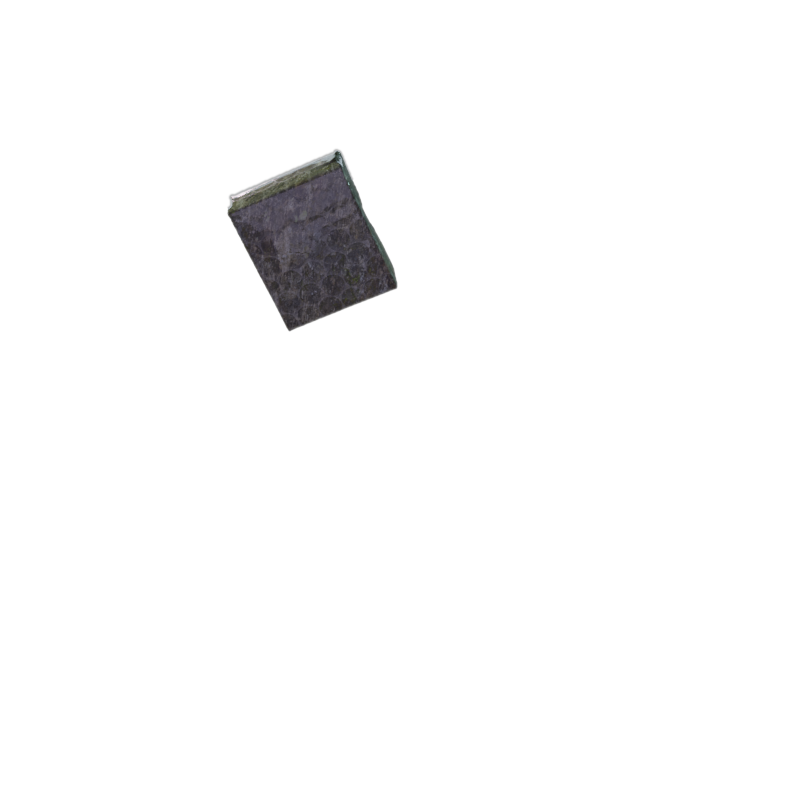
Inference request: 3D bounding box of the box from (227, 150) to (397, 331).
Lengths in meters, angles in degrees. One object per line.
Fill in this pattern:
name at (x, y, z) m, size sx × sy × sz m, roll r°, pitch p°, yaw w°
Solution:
box at (-0.052, -0.095, 0.666) m, size 0.073 × 0.084 × 0.032 m, roll -22°, pitch 23°, yaw 9°
